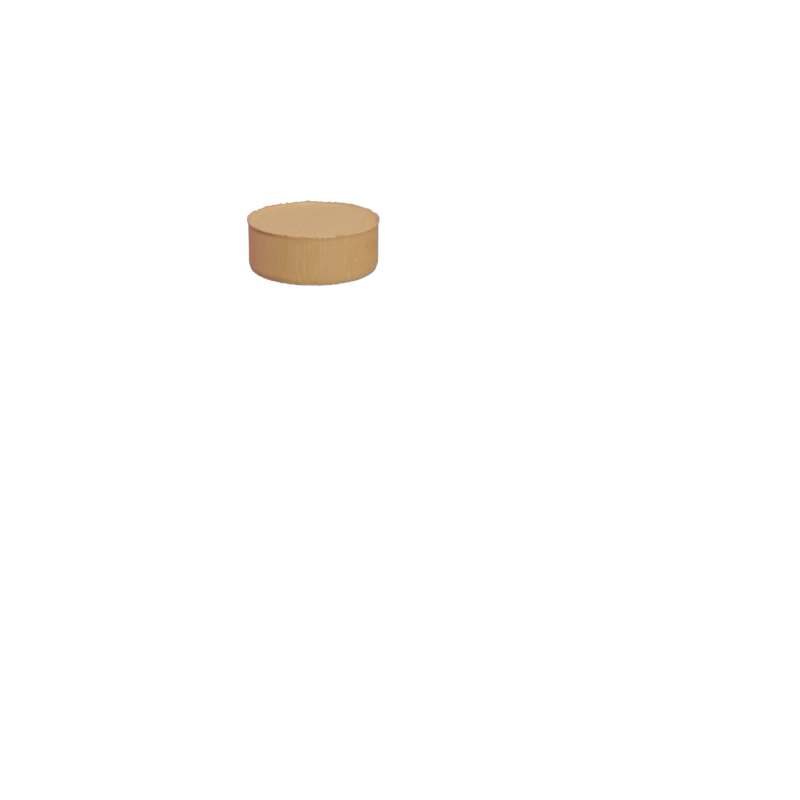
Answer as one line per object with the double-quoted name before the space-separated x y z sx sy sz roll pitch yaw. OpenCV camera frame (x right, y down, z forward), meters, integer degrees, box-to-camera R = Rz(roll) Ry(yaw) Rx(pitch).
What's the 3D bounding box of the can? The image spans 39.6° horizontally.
"can" -0.056 -0.103 0.719 0.086 0.032 0.090 -1 23 -2
